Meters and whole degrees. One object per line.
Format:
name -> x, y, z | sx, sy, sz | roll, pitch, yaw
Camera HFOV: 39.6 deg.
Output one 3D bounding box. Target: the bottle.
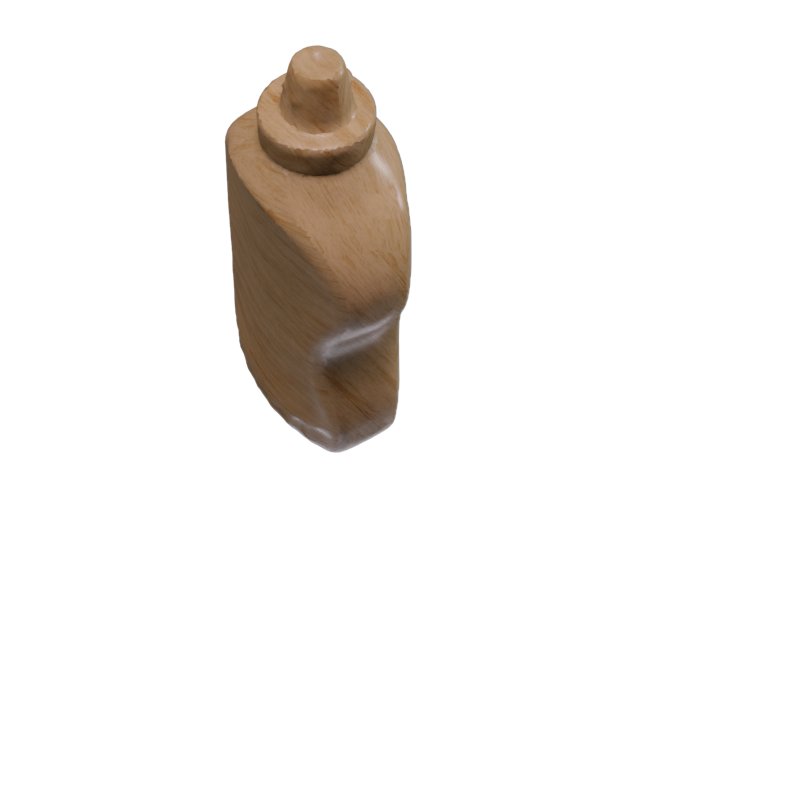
bottle -> -0.034, -0.062, 0.434 | 0.058, 0.103, 0.180 | -23, -28, -17
